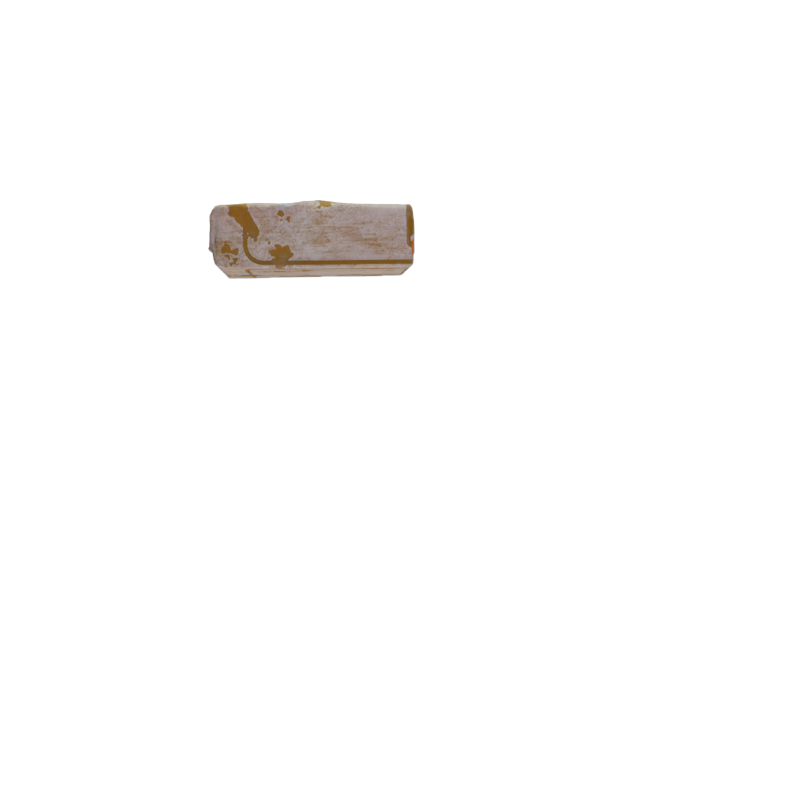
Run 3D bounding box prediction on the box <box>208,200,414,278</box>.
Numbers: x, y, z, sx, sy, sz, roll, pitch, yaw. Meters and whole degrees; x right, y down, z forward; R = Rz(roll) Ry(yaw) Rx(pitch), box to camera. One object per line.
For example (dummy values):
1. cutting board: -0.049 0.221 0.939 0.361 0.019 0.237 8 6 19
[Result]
1. box: -0.040 -0.073 0.512 0.089 0.030 0.073 0 1 -1
